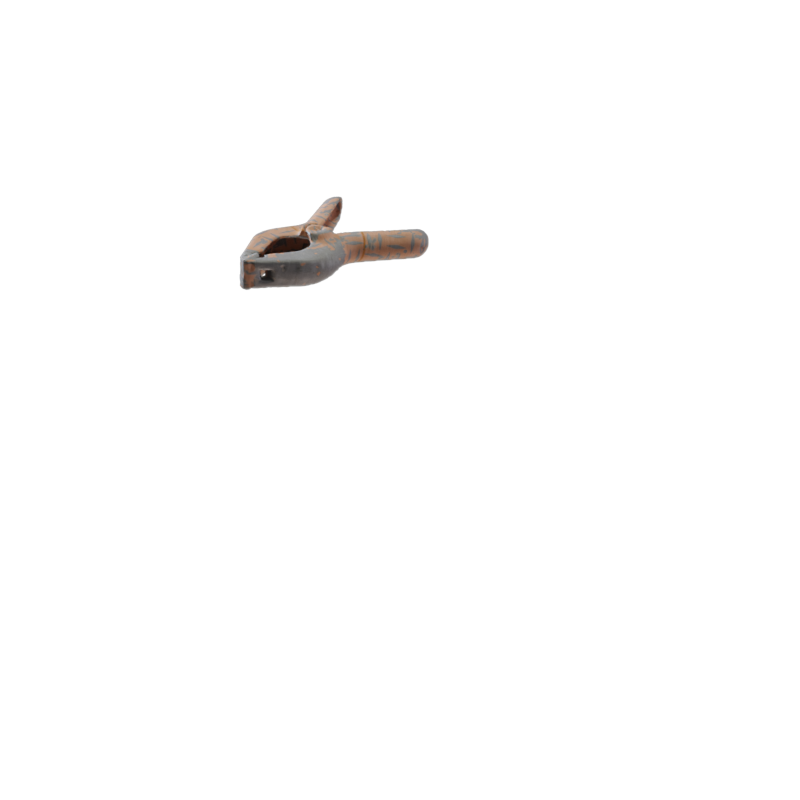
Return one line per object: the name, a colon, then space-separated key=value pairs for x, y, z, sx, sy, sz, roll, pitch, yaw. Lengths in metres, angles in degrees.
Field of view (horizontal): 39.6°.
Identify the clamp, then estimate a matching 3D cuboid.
clamp: x=-0.075 y=-0.136 z=0.954 sx=0.168 sy=0.037 sz=0.128 roll=-17 pitch=30 yaw=-33
